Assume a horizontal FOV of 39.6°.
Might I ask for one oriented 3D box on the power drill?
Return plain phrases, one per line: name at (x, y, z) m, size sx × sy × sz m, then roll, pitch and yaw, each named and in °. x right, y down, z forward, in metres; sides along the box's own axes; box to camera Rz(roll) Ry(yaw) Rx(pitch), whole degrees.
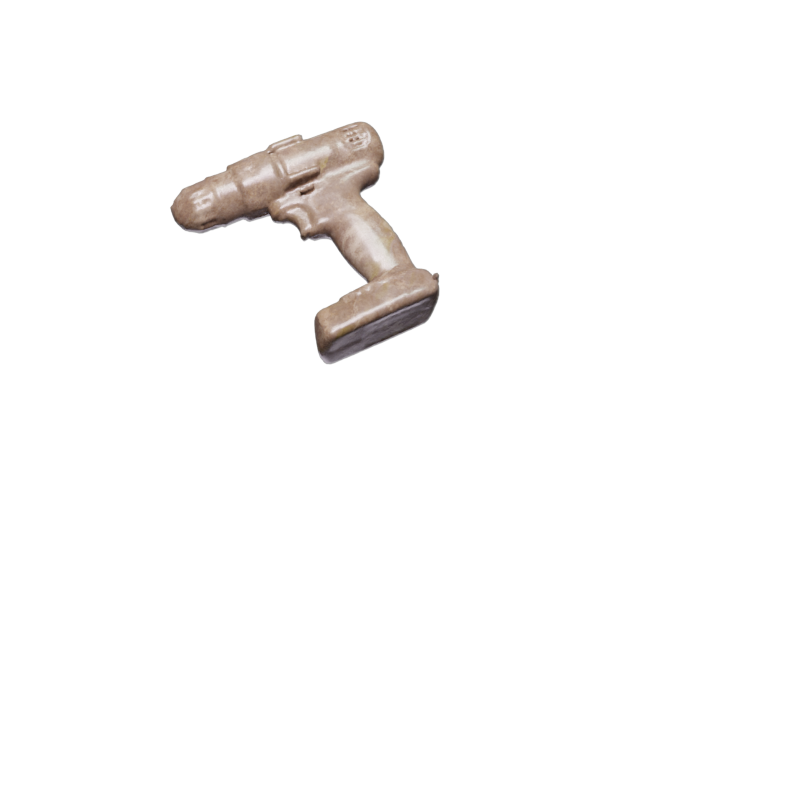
power drill at (-0.069, -0.126, 0.880) m, size 0.184 × 0.200 × 0.054 m, roll -24°, pitch -25°, yaw -12°
